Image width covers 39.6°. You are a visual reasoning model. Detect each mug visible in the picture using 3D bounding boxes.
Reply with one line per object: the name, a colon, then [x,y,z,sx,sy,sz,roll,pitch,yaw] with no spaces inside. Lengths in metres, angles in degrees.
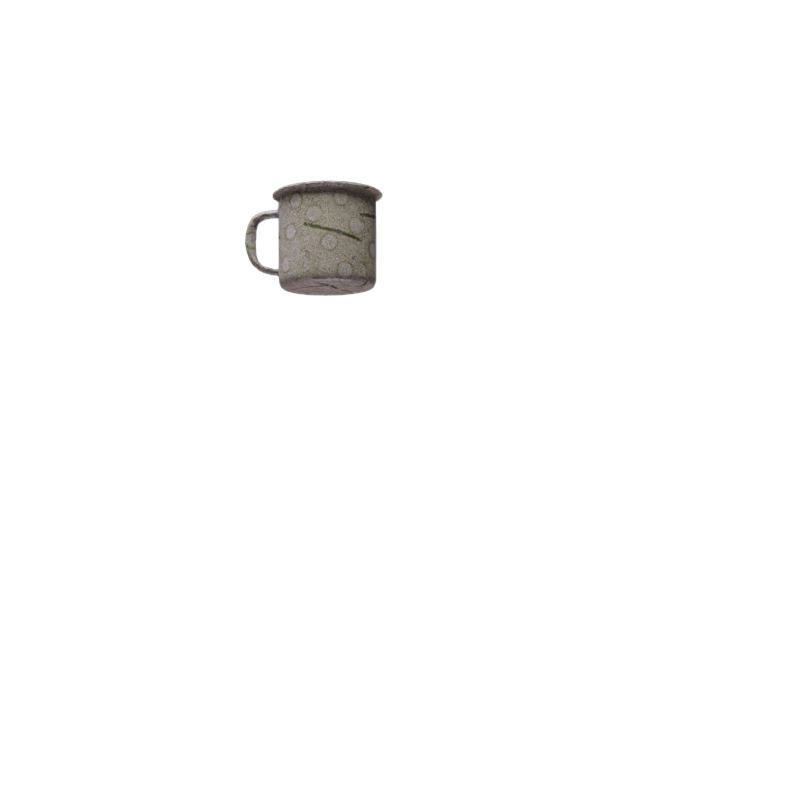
mug: [-0.073,-0.133,0.930,0.118,0.084,0.090,-1,-7,6]
